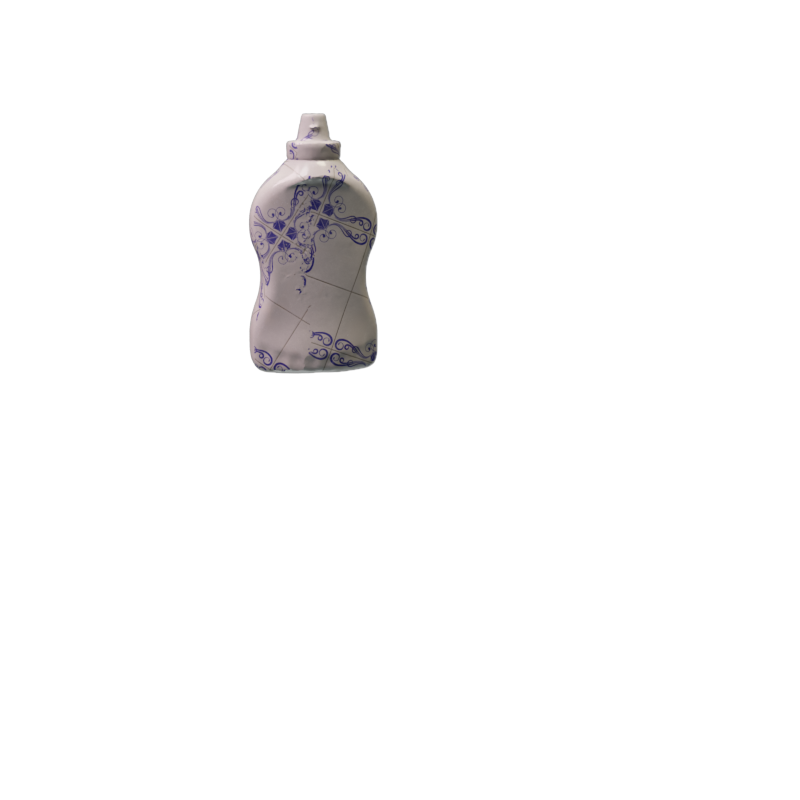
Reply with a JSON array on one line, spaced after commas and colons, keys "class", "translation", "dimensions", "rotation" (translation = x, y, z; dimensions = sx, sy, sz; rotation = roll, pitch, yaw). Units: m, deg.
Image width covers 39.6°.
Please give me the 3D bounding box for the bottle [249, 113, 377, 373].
[{"class": "bottle", "translation": [-0.065, -0.119, 0.833], "dimensions": [0.095, 0.188, 0.060], "rotation": [-1, 8, -9]}]
